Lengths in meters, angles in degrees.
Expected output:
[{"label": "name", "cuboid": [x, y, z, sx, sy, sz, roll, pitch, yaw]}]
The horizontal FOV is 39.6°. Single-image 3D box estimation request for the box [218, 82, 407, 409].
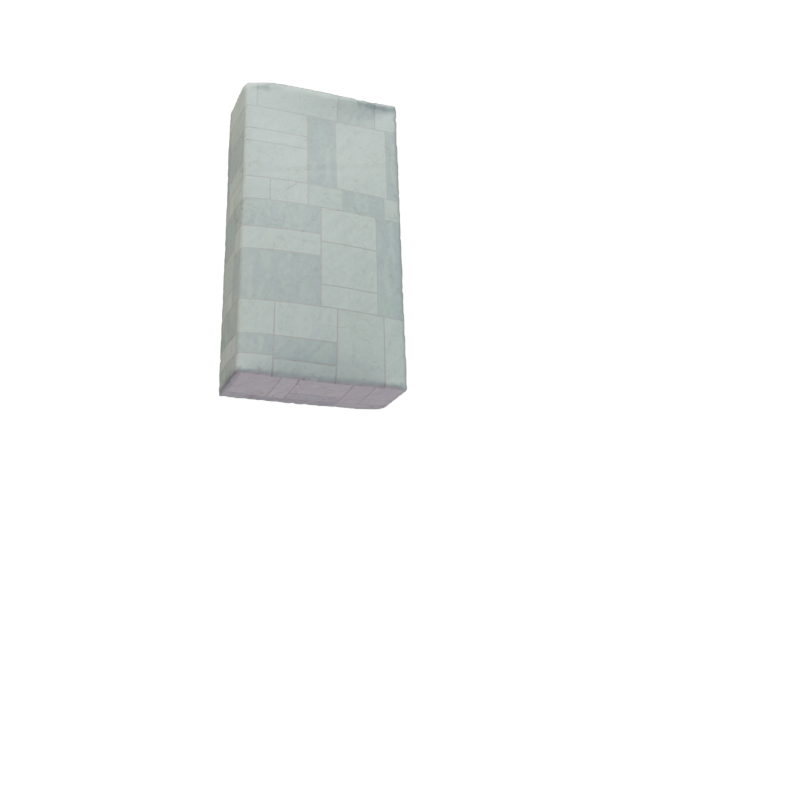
[{"label": "box", "cuboid": [-0.048, -0.087, 0.606, 0.091, 0.186, 0.047, 6, -25, -18]}]
